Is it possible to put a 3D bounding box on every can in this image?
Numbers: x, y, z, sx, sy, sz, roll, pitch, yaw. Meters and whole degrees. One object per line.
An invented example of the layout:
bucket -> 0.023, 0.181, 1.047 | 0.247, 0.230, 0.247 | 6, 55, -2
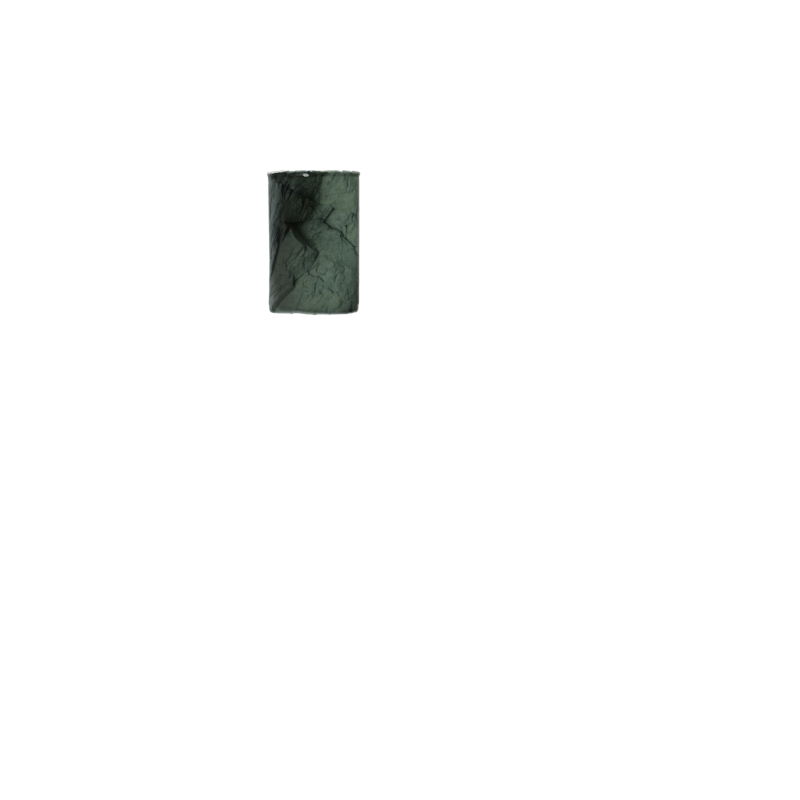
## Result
can -> -0.063, -0.115, 0.807 | 0.068, 0.102, 0.069 | 0, 3, -2
